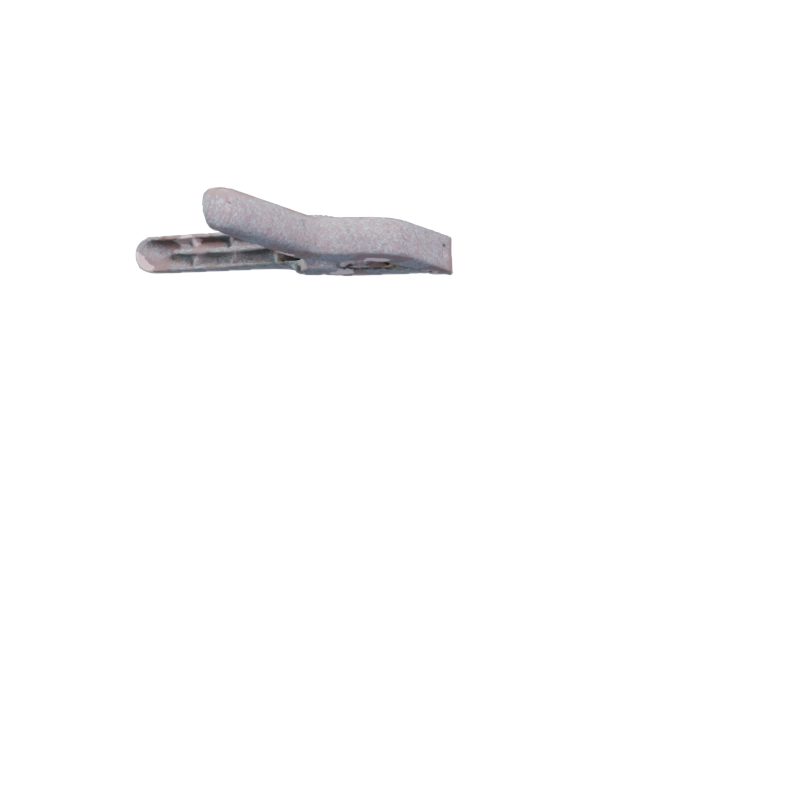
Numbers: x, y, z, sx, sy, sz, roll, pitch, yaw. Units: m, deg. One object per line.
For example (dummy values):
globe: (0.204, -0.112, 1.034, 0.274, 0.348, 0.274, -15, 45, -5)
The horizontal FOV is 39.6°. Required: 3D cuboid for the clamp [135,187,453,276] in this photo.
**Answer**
clamp: (-0.056, -0.102, 0.717, 0.205, 0.037, 0.165, 1, -4, -18)
